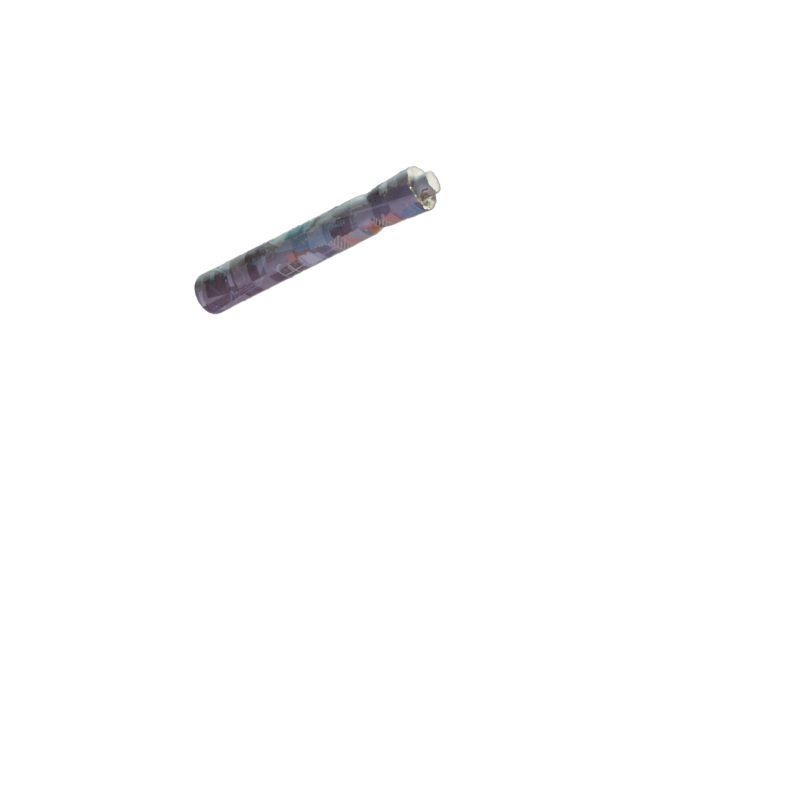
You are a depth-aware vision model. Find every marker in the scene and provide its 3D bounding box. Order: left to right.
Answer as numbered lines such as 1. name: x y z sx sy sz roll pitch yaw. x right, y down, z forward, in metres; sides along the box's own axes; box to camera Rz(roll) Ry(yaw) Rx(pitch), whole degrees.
1. marker: -0.035 -0.065 0.453 0.122 0.020 0.019 -21 -8 32
